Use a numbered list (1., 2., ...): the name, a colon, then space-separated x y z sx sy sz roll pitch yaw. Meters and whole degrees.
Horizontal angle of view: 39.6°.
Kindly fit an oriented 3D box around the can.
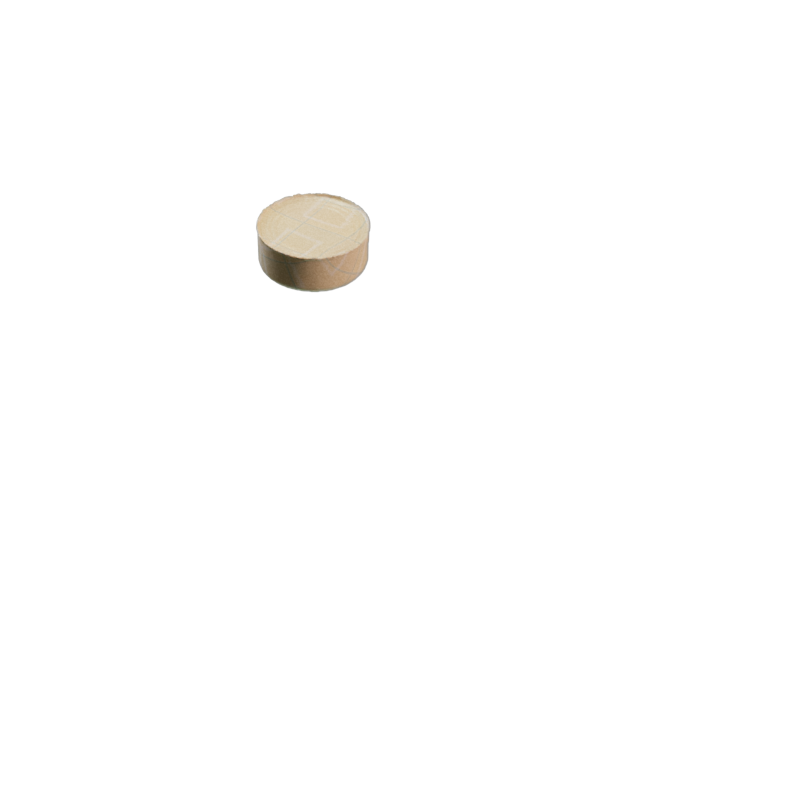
1. can: -0.066 -0.120 0.839 0.086 0.031 0.092 -1 41 -2
